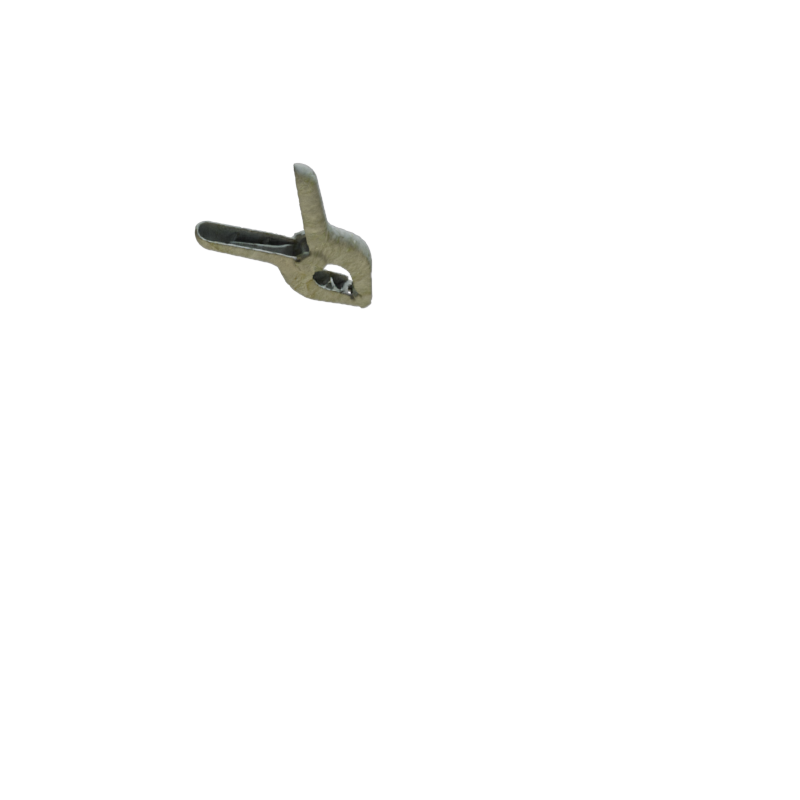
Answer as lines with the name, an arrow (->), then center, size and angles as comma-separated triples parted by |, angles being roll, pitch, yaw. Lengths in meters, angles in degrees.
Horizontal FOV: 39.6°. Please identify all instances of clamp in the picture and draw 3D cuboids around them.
clamp -> -0.073, -0.133, 0.934 | 0.161, 0.042, 0.120 | 26, -39, -37
